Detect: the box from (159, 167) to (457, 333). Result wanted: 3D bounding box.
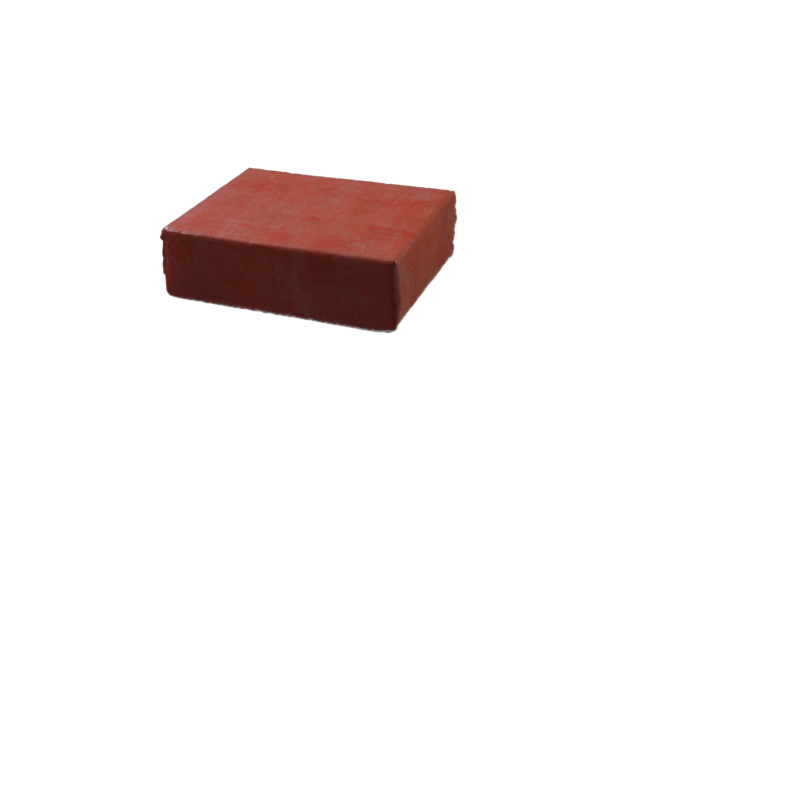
[{"bbox_3d":[-0.040,-0.073,0.512,0.117,0.037,0.092,11,32,18],"label":"box"}]
